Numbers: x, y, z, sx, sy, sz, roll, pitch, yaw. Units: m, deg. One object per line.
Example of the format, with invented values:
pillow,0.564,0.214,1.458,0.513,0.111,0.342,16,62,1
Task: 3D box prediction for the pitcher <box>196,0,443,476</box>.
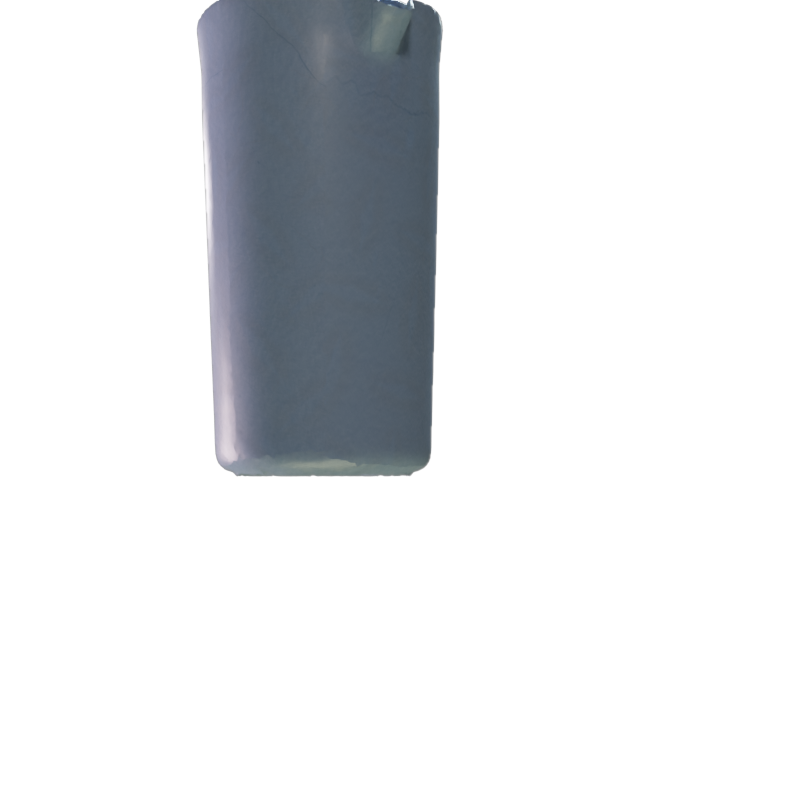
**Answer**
pitcher,-0.046,-0.084,0.587,0.147,0.250,0.143,-3,-10,15
